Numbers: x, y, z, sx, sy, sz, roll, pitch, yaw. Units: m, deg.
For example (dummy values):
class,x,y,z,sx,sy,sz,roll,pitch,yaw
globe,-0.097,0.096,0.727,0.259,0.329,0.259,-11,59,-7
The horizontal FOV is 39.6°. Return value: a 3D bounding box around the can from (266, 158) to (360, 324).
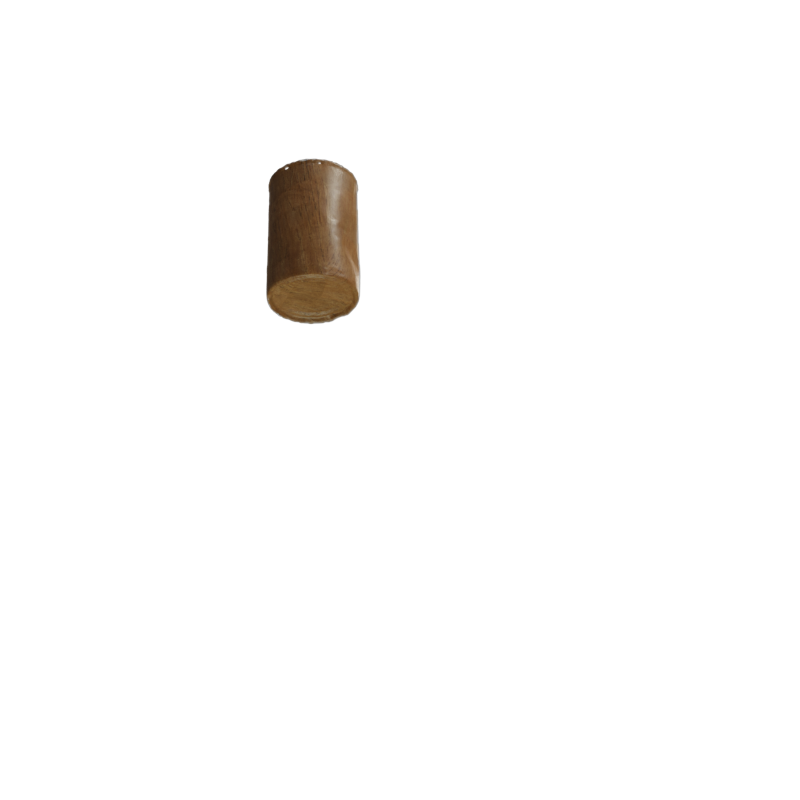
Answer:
class,x,y,z,sx,sy,sz,roll,pitch,yaw
can,-0.063,-0.115,0.808,0.068,0.109,0.064,-1,-32,-2
